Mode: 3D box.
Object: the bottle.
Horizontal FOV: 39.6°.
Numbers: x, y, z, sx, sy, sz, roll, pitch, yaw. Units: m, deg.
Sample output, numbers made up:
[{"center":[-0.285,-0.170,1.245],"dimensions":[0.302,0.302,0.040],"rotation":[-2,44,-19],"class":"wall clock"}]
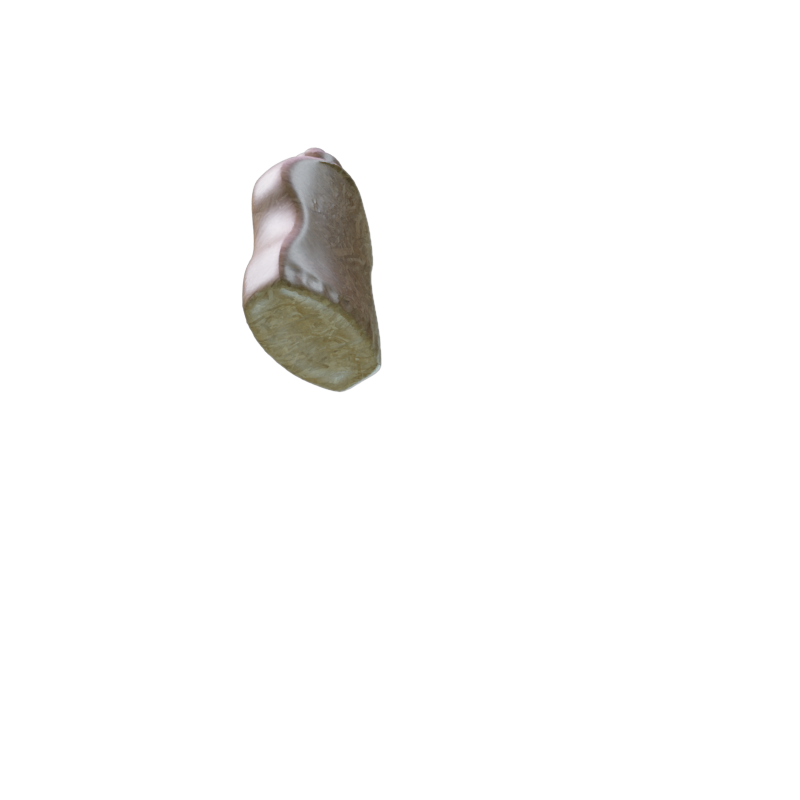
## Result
[{"center":[-0.056,-0.102,0.714],"dimensions":[0.058,0.206,0.090],"rotation":[-34,-54,25],"class":"bottle"}]
